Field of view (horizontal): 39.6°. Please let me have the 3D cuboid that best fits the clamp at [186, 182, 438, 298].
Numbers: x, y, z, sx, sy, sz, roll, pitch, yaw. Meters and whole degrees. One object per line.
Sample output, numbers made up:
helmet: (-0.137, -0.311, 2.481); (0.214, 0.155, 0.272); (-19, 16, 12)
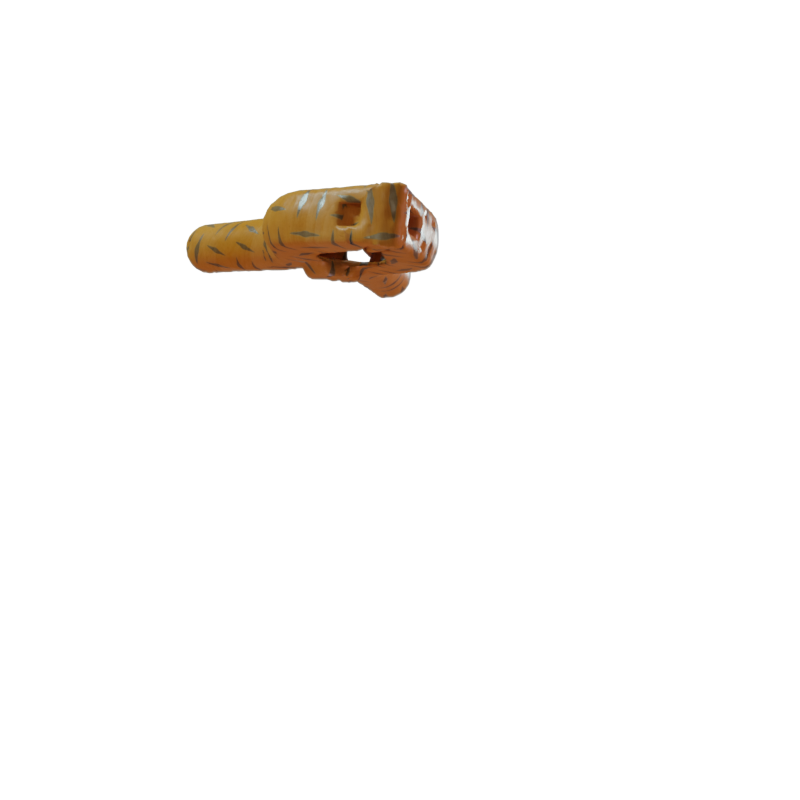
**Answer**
clamp: (-0.041, -0.075, 0.524); (0.119, 0.040, 0.170); (1, -4, -9)
